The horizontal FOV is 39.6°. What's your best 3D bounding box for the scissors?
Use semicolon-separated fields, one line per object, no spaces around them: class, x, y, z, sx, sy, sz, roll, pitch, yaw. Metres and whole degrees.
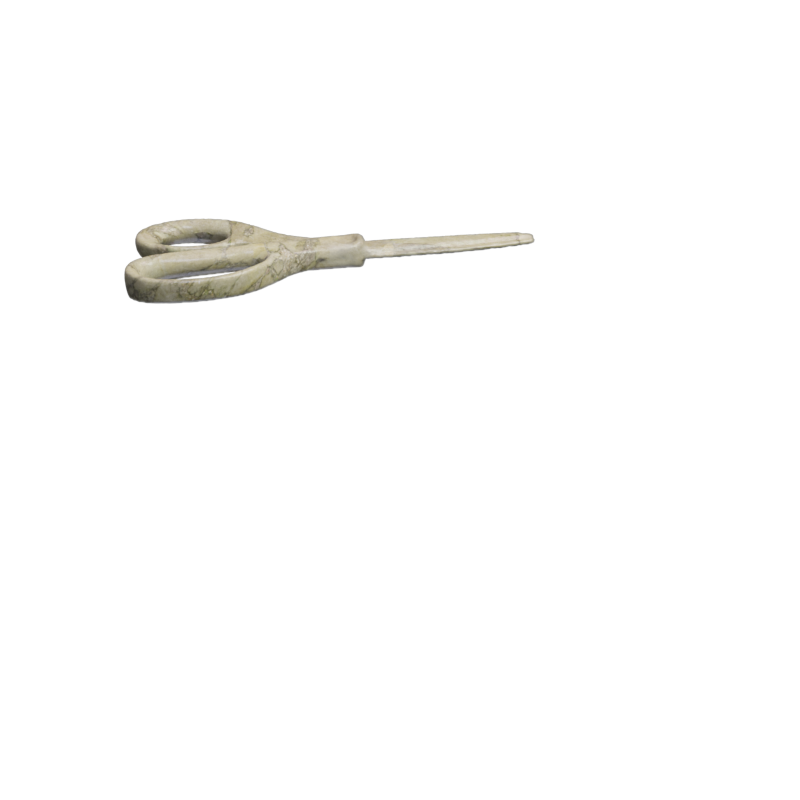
scissors;-0.043;-0.079;0.552;0.198;0.015;0.103;-14;29;-25
